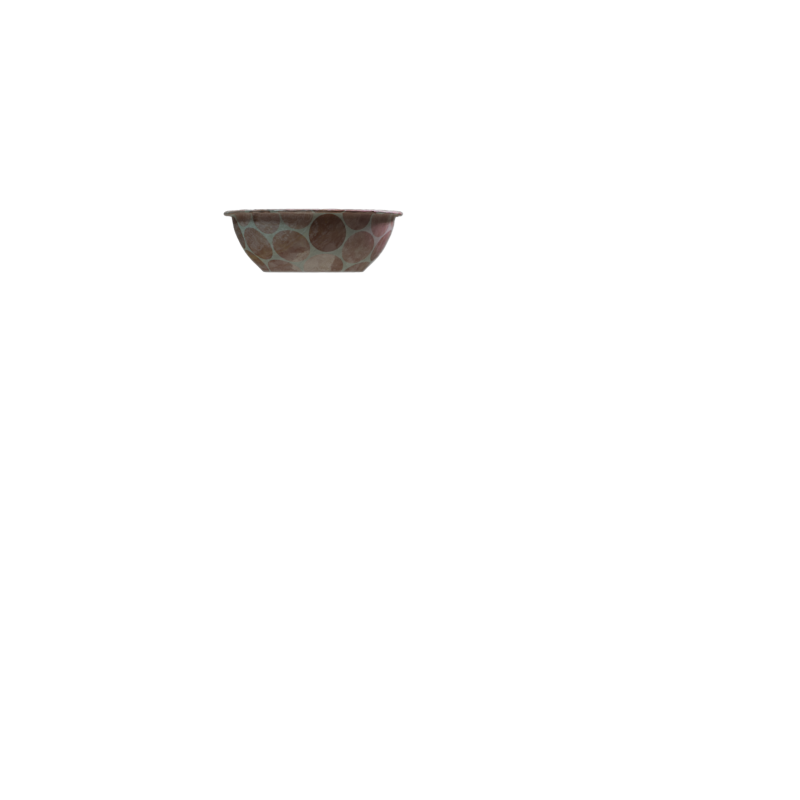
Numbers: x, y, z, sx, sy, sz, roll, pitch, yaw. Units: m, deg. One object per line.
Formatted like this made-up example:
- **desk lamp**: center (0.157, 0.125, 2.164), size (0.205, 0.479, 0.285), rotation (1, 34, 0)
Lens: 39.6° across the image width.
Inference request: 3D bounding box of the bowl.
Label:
- **bowl**: center (-0.078, -0.142, 0.997), size (0.162, 0.055, 0.163), rotation (0, 6, -2)
